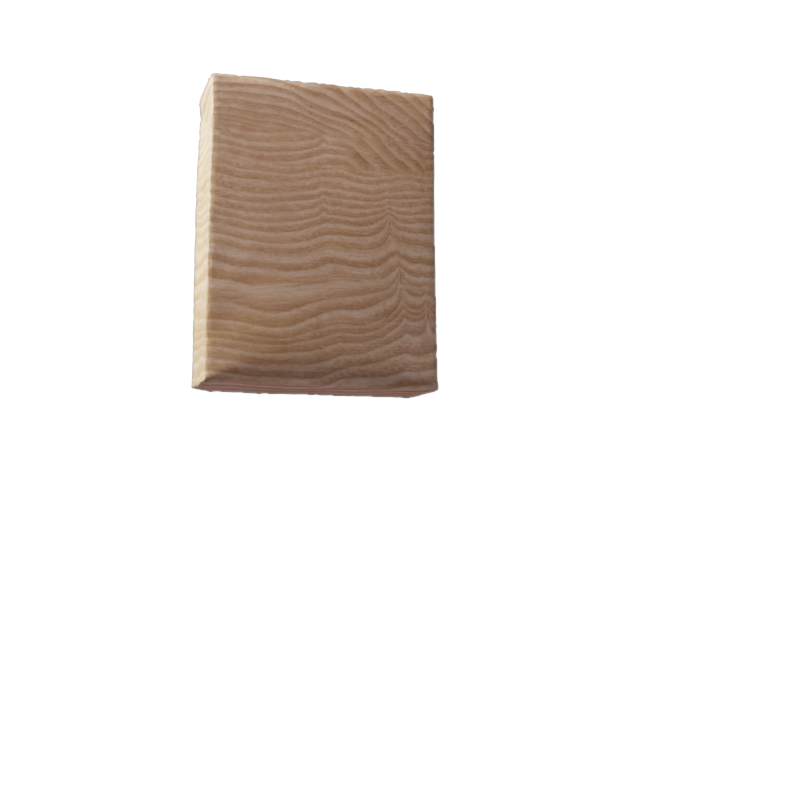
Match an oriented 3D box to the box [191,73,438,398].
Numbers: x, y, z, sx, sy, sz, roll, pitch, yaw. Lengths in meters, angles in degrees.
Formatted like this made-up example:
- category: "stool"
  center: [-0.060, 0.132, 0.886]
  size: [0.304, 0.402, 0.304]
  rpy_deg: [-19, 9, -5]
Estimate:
- category: "box"
  center: [-0.061, -0.112, 0.781]
  size: [0.160, 0.221, 0.071]
  rpy_deg: [2, -13, -16]
